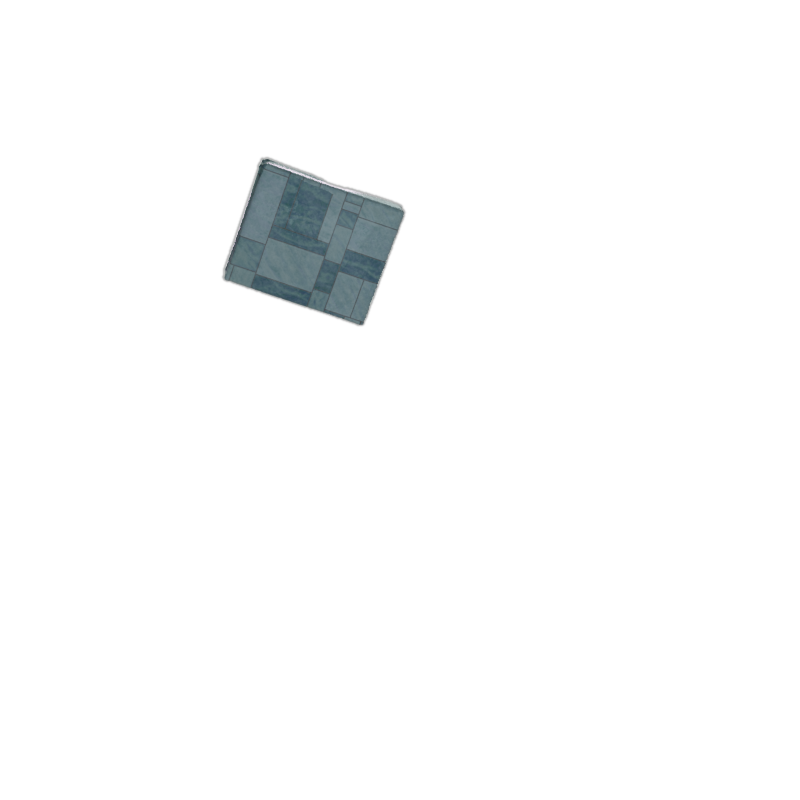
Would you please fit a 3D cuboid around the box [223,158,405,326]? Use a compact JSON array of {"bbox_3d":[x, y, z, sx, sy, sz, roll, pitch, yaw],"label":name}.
[{"bbox_3d":[-0.051,-0.093,0.652,0.088,0.072,0.031,19,11,-4],"label":"box"}]
